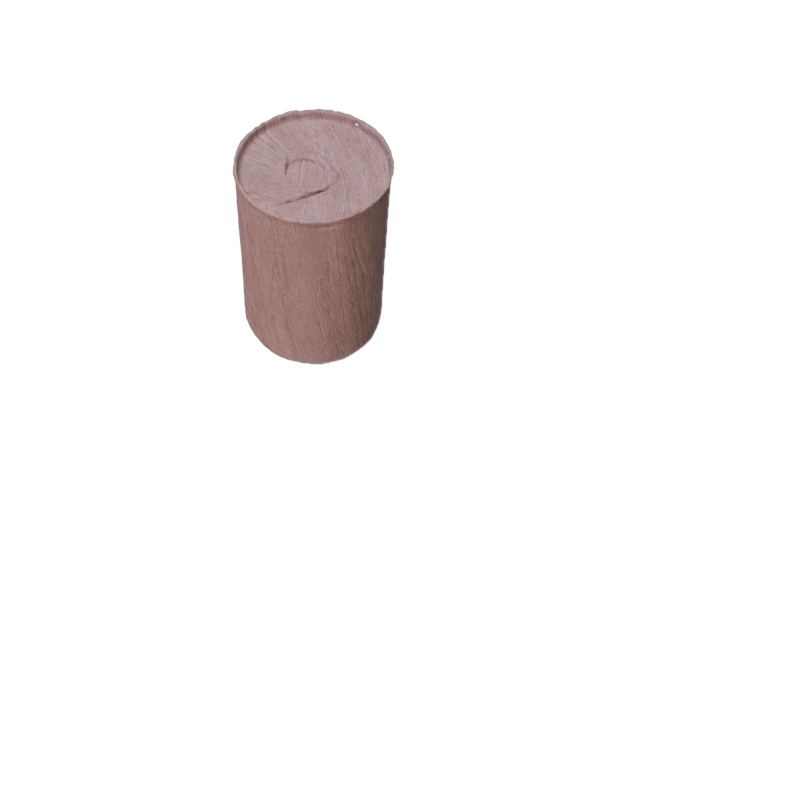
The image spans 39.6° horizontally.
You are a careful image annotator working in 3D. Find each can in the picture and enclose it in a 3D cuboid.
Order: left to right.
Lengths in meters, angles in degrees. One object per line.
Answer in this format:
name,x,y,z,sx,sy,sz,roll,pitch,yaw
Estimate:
can,-0.039,-0.072,0.504,0.068,0.073,0.095,0,-37,-3
